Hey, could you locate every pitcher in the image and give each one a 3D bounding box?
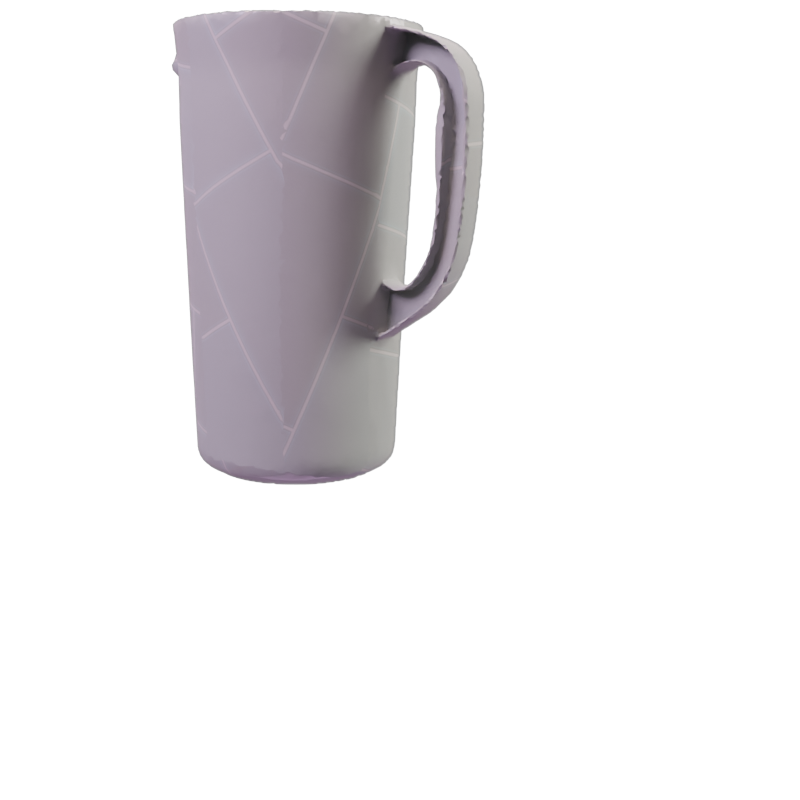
[{"bbox_3d":[-0.046,-0.084,0.591,0.142,0.240,0.154,-1,7,-14],"label":"pitcher"}]
